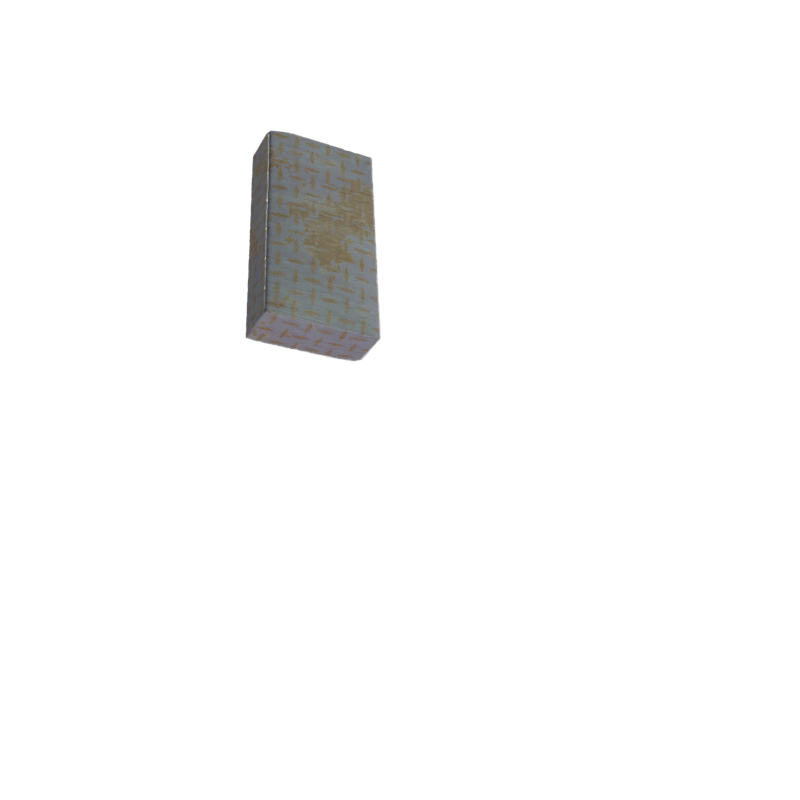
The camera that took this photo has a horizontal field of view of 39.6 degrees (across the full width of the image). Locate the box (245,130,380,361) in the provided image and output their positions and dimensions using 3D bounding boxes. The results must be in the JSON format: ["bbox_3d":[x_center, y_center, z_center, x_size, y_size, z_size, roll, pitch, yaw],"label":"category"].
[{"bbox_3d":[-0.066,-0.121,0.844,0.090,0.188,0.047,12,-35,-22],"label":"box"}]
